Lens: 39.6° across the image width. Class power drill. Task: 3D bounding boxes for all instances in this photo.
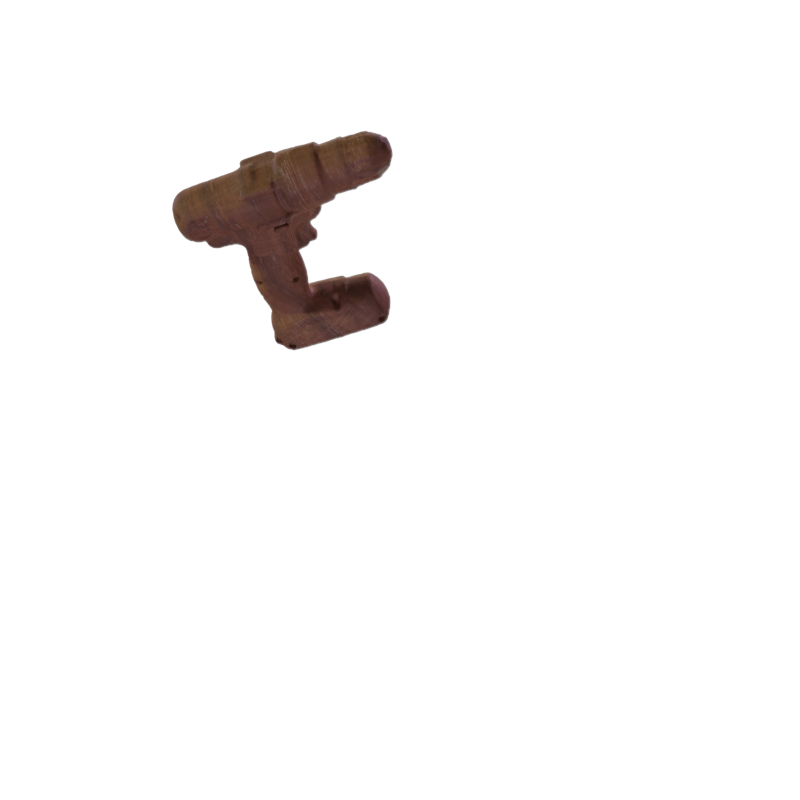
[{"bbox_3d":[-0.073,-0.132,0.927,0.186,0.062,0.173,-15,-46,14],"label":"power drill"}]
